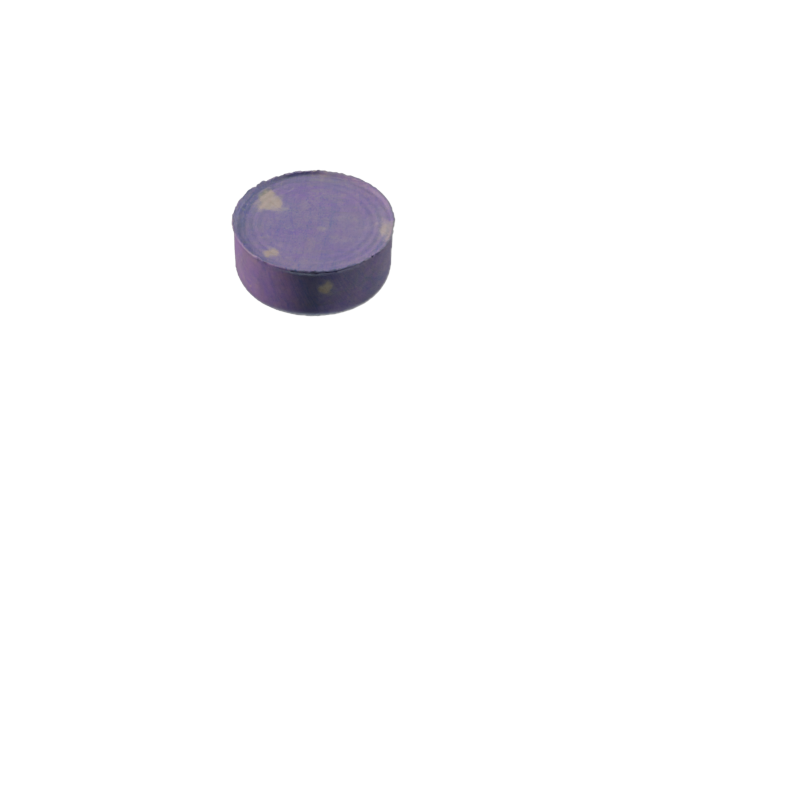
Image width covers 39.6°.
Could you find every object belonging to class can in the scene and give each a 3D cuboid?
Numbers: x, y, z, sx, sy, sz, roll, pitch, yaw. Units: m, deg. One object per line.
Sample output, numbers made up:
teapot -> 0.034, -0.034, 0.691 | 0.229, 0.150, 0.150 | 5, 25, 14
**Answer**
can -> -0.046, -0.085, 0.592 | 0.086, 0.031, 0.092 | -1, 44, -1
